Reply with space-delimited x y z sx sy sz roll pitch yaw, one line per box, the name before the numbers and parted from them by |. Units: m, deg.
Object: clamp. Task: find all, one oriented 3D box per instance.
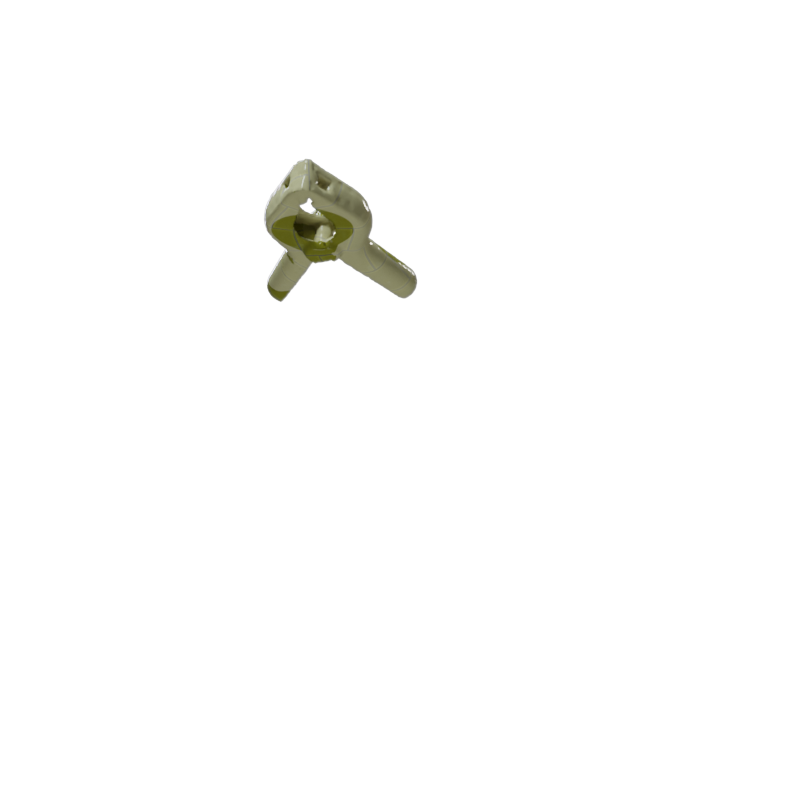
clamp | -0.066 -0.120 0.838 0.122 0.042 0.158 -10 -32 16
